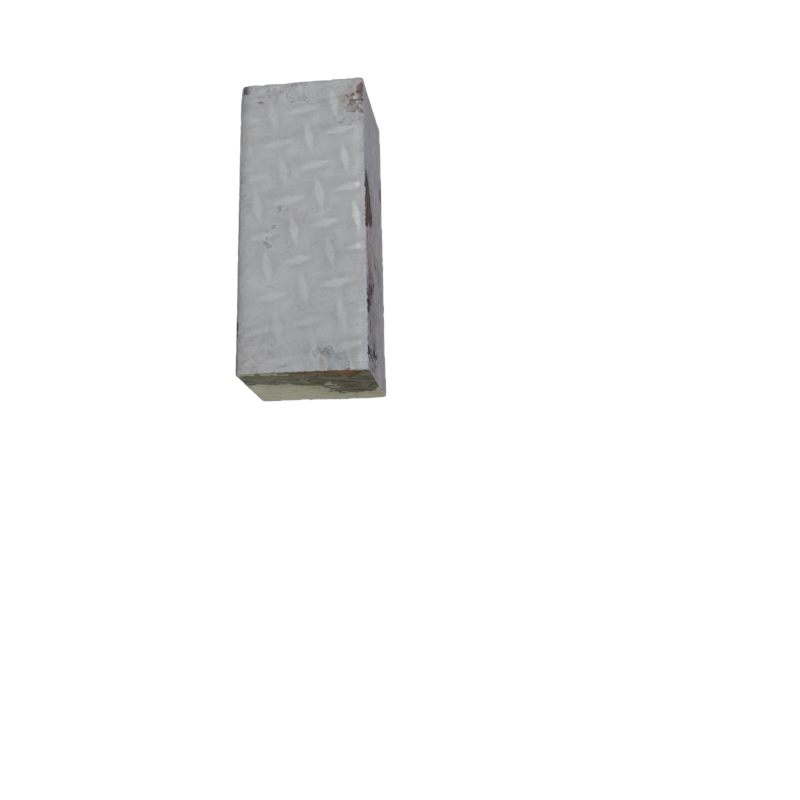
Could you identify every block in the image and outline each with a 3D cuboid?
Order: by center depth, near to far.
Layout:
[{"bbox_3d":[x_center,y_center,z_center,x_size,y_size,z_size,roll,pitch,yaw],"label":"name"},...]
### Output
[{"bbox_3d":[-0.061,-0.111,0.776,0.091,0.215,0.086,-4,-18,7],"label":"block"}]
